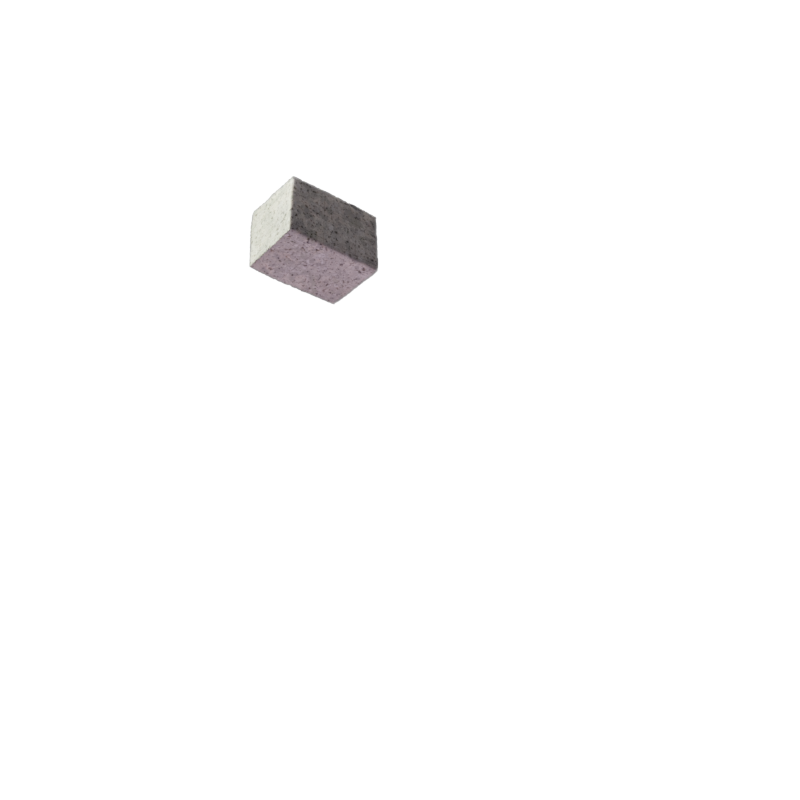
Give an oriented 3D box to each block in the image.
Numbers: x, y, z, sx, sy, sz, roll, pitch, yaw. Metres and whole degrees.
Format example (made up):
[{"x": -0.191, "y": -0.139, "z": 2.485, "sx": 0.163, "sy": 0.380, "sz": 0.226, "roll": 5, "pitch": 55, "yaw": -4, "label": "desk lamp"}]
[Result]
[{"x": -0.062, "y": -0.113, "z": 0.789, "sx": 0.074, "sy": 0.055, "sz": 0.052, "roll": 23, "pitch": -42, "yaw": -31, "label": "block"}]
